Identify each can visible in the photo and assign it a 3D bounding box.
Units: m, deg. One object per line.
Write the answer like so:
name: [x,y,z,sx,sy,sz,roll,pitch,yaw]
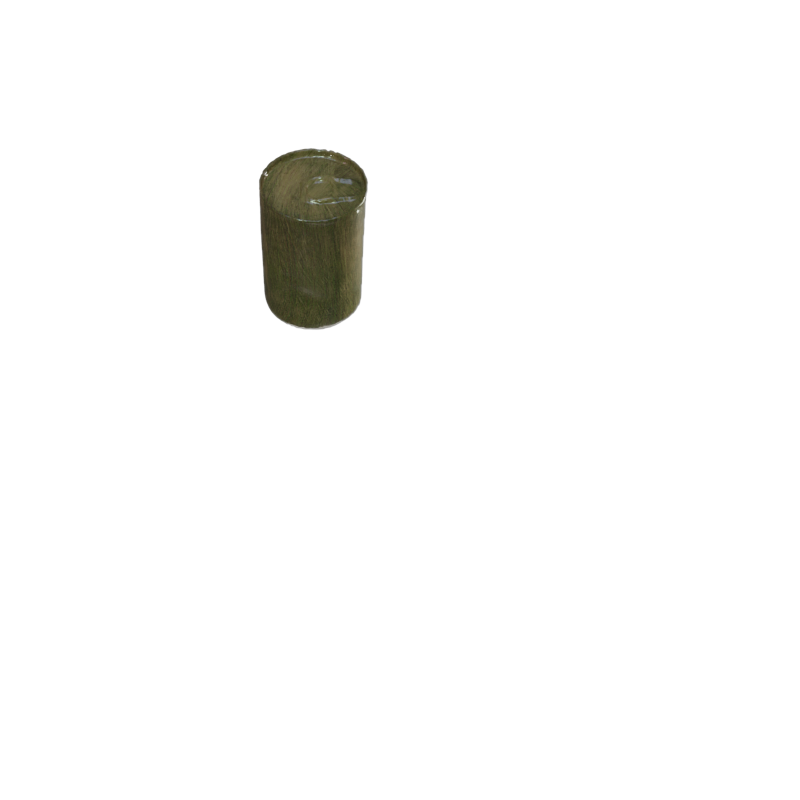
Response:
can: [-0.056,-0.103,0.722,0.068,0.074,0.095,0,-41,-3]
